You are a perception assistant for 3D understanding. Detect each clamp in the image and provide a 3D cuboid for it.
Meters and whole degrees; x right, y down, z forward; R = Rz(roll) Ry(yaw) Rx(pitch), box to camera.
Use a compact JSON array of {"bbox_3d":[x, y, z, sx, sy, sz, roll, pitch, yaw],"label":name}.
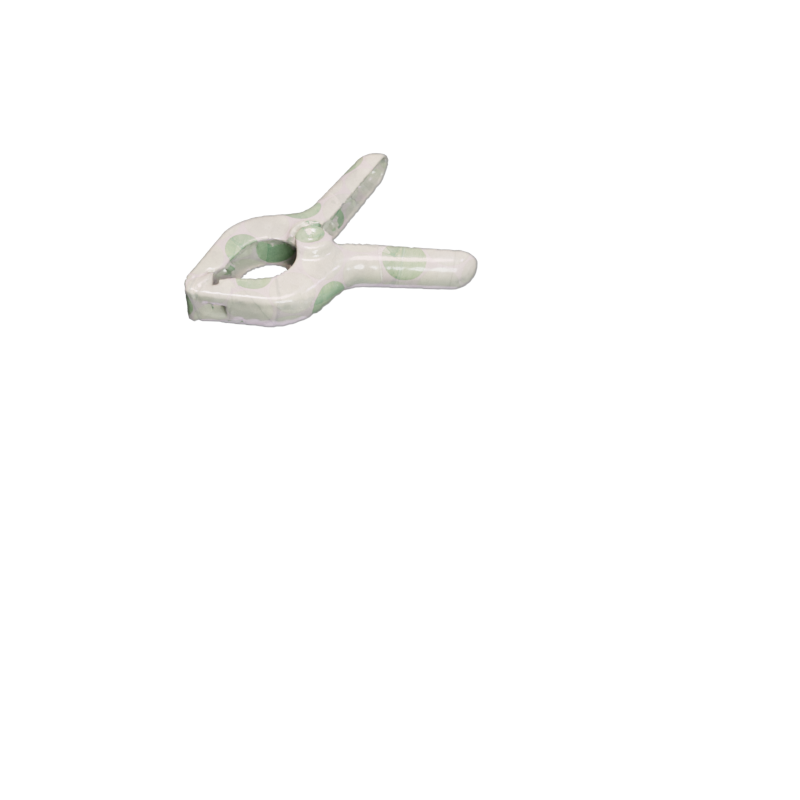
[{"bbox_3d":[-0.053,-0.096,0.674,0.169,0.036,0.130,-14,45,-15],"label":"clamp"}]
